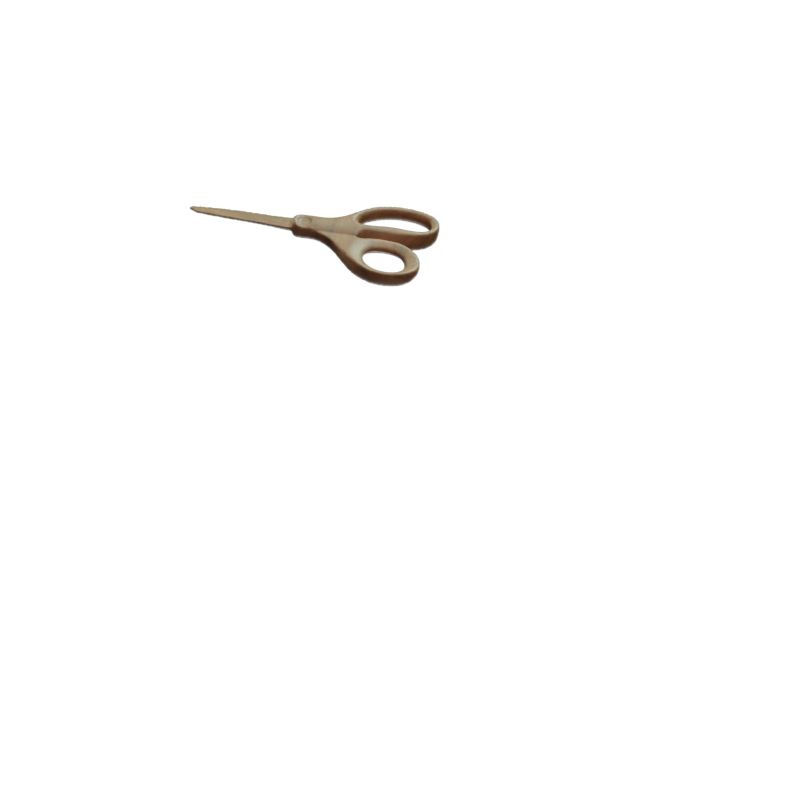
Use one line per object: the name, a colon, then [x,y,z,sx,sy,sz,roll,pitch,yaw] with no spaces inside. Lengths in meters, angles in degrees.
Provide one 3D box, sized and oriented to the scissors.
scissors: [-0.069,-0.125,0.876,0.201,0.015,0.103,-1,43,-1]
